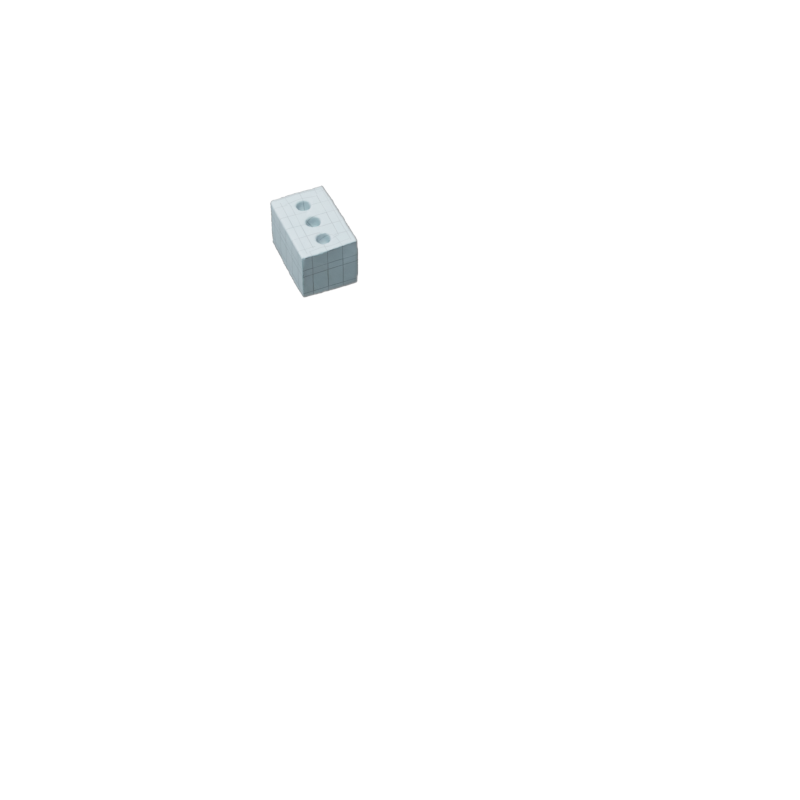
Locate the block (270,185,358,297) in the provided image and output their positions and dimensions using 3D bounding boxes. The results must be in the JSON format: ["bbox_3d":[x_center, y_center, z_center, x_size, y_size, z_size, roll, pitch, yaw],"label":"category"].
[{"bbox_3d":[-0.076,-0.138,0.968,0.052,0.084,0.048,-18,-38,-17],"label":"block"}]
